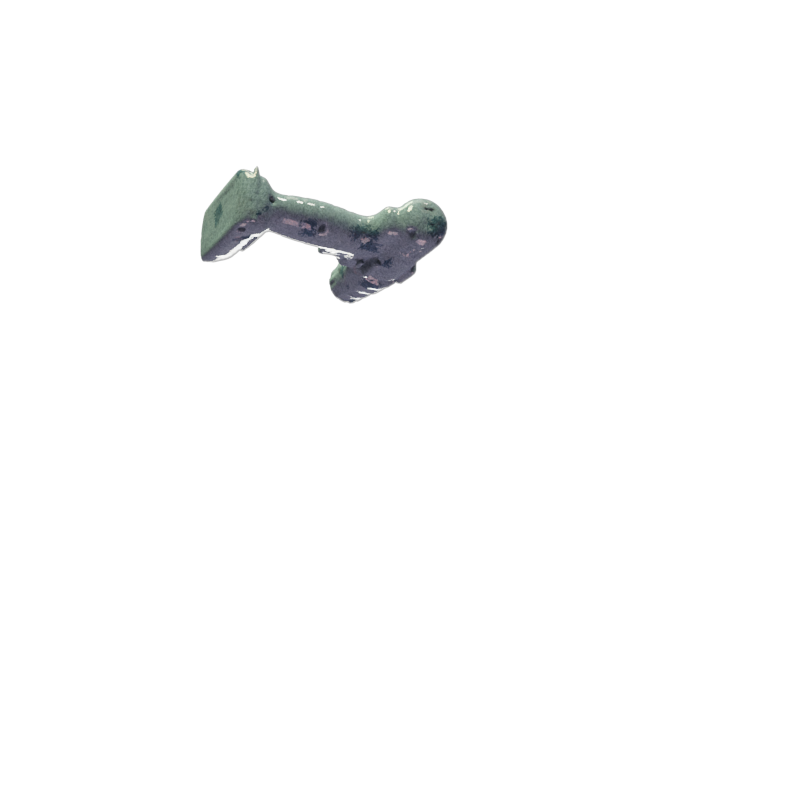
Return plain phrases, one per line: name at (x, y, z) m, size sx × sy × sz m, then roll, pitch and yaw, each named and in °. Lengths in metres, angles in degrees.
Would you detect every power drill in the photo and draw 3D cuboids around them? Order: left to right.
power drill at (-0.077, -0.140, 0.978) m, size 0.181 × 0.060 × 0.182 m, roll 8°, pitch -20°, yaw -23°
